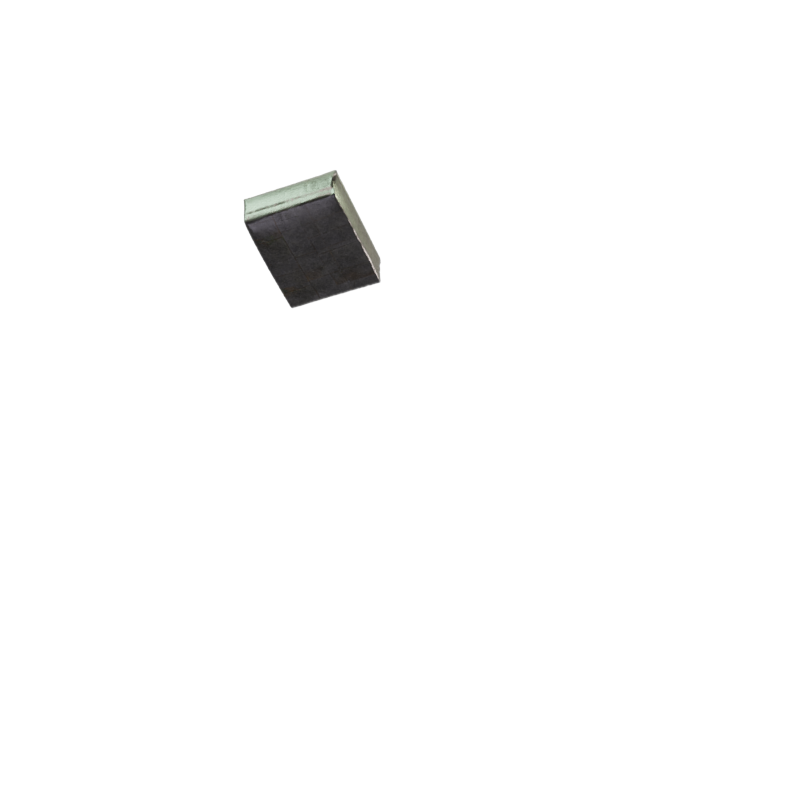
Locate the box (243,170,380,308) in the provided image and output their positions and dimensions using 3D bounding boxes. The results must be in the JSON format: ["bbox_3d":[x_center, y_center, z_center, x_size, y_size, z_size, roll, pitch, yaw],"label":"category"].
[{"bbox_3d":[-0.077,-0.141,0.987,0.090,0.042,0.105,-16,-48,14],"label":"box"}]
